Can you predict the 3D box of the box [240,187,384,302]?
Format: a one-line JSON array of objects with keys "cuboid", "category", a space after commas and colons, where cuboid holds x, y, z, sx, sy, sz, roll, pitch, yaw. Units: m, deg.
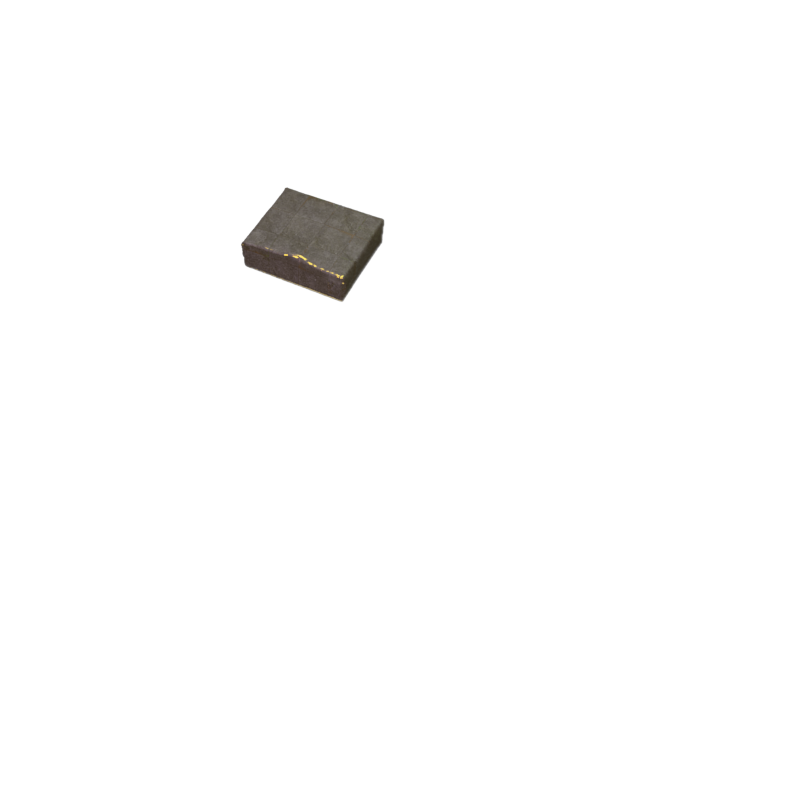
[{"cuboid": [-0.068, -0.123, 0.862, 0.093, 0.028, 0.076, 20, 51, 17], "category": "box"}]
